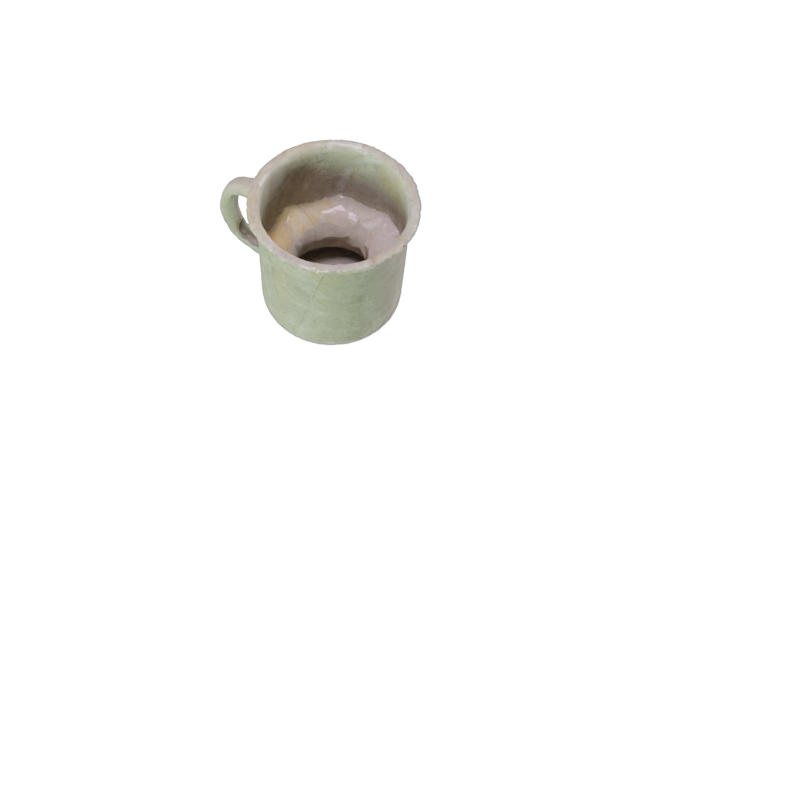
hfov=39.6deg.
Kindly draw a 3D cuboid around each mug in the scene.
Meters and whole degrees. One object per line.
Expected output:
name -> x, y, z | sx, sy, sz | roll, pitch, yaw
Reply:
mug -> -0.049, -0.089, 0.621 | 0.121, 0.097, 0.076 | 21, -33, 13
